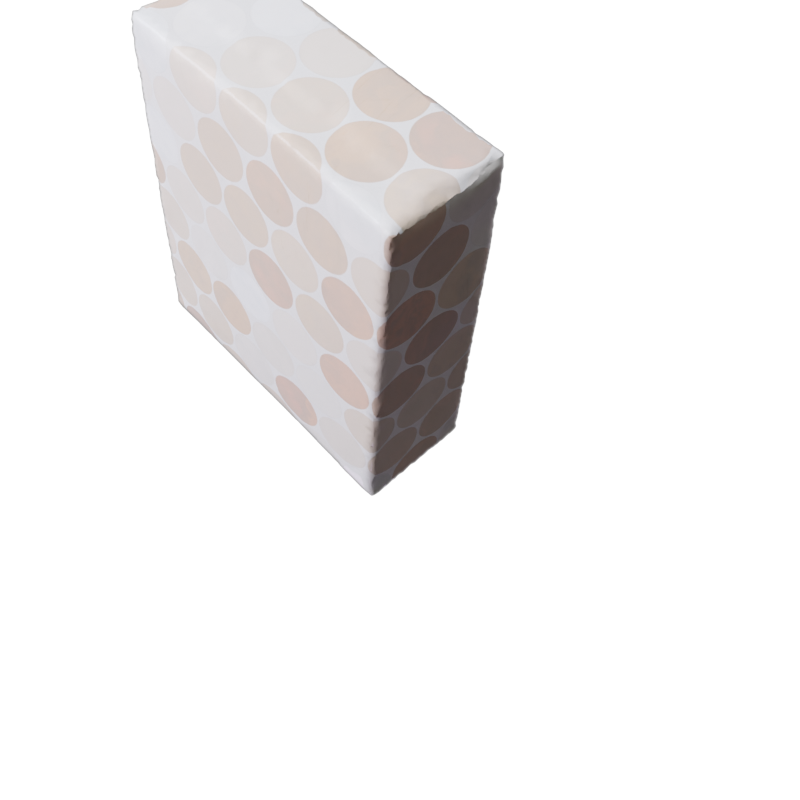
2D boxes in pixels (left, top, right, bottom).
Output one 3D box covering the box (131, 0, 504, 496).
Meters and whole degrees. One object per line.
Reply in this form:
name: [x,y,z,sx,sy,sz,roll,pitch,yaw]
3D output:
box: [-0.041,-0.075,0.524,0.072,0.174,0.200,-35,-26,-24]
